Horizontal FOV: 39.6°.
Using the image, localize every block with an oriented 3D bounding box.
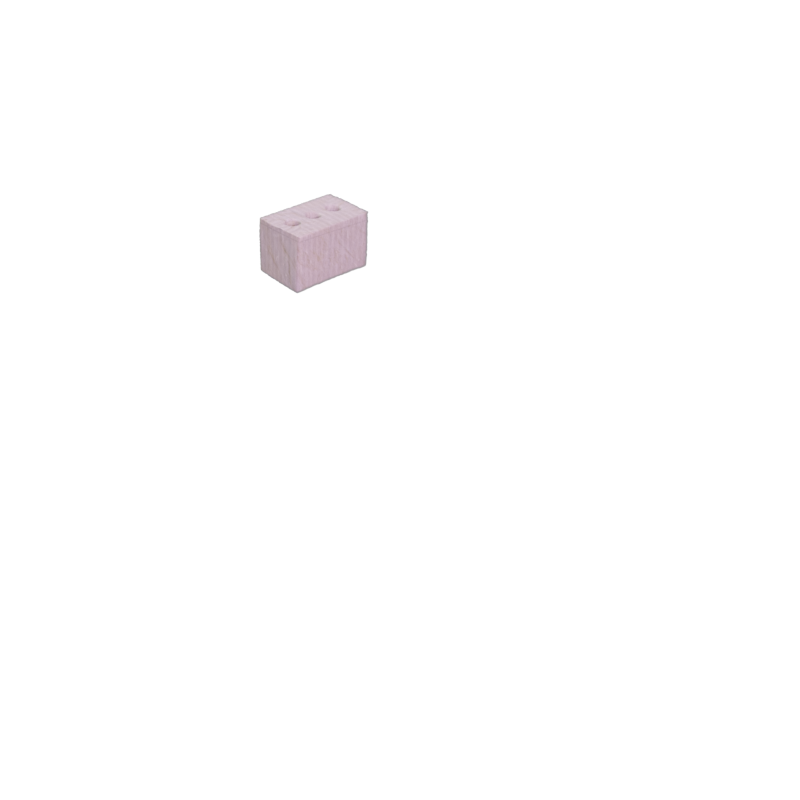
[{"bbox_3d":[-0.073,-0.132,0.926,0.077,0.048,0.056,-26,40,-36],"label":"block"}]
